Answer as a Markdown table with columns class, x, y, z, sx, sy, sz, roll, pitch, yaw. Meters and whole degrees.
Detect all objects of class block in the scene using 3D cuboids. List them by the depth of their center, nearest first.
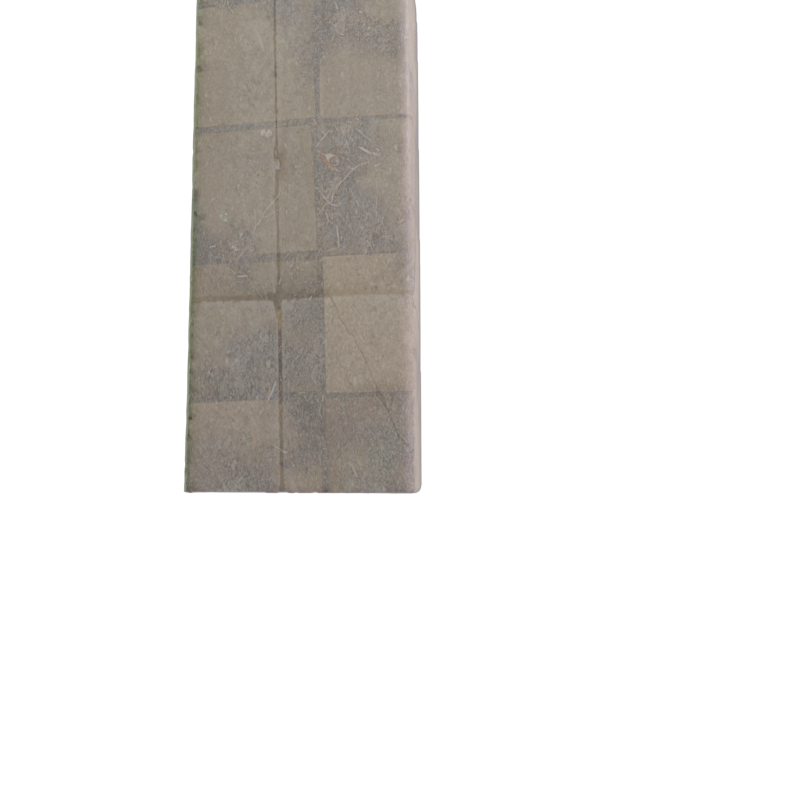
| class | x | y | z | sx | sy | sz | roll | pitch | yaw |
| --- | --- | --- | --- | --- | --- | --- | --- | --- | --- |
| block | -0.037 | -0.068 | 0.474 | 0.091 | 0.211 | 0.087 | -1 | -9 | 5 |
